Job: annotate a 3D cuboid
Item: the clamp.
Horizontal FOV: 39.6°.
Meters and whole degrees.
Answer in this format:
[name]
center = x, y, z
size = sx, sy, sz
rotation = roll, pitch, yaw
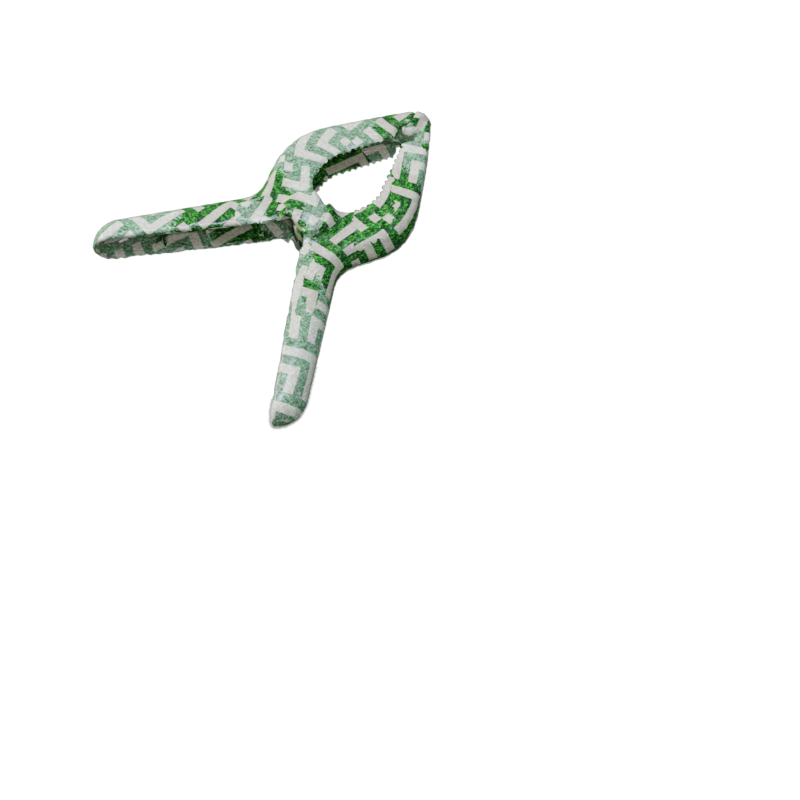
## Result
[clamp]
center = -0.051, -0.093, 0.650
size = 0.211, 0.174, 0.034
rotation = -35, -22, -17
